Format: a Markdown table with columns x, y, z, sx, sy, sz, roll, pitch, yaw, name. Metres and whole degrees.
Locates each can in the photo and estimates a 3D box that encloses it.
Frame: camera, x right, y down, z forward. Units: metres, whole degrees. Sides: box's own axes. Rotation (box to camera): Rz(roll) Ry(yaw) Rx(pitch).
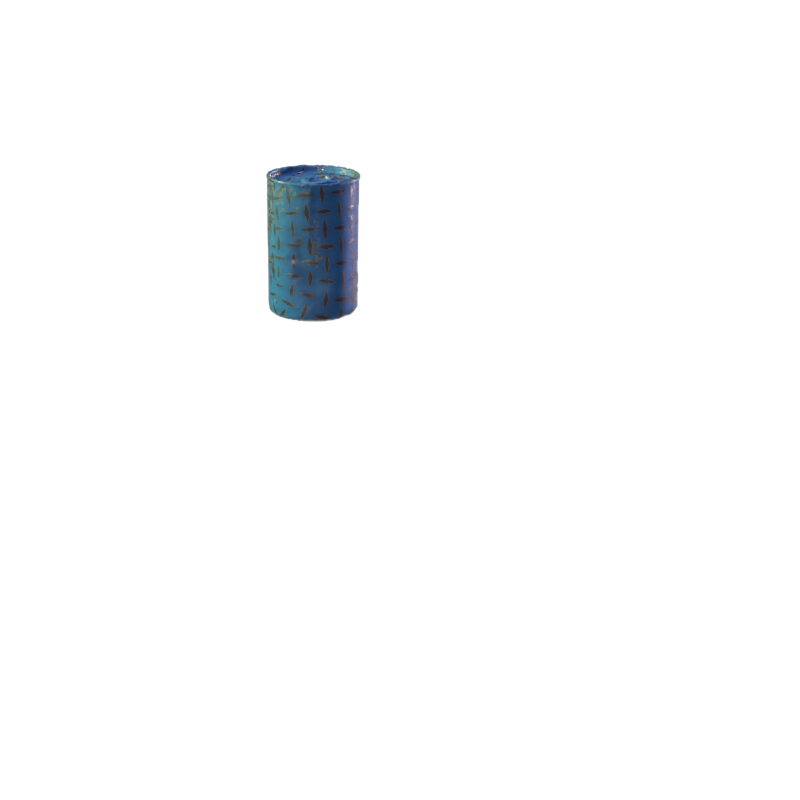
| x | y | z | sx | sy | sz | roll | pitch | yaw | name |
| --- | --- | --- | --- | --- | --- | --- | --- | --- | --- |
| -0.063 | -0.116 | 0.811 | 0.068 | 0.098 | 0.071 | 0 | 18 | -2 | can |
